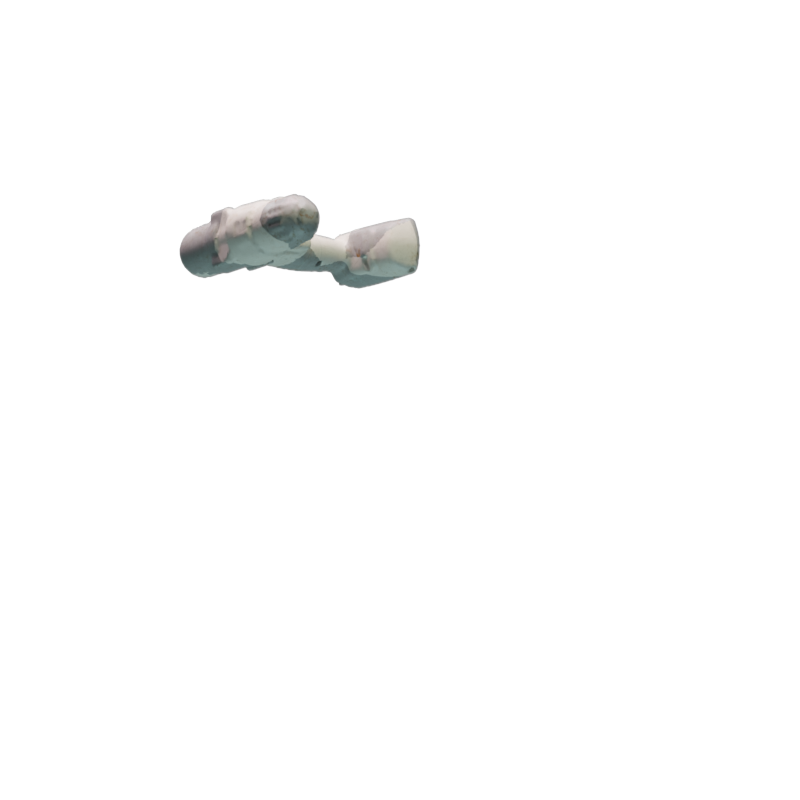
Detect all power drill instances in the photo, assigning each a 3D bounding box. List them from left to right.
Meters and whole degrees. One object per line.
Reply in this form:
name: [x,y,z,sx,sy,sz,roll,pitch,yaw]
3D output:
power drill: [-0.076,-0.139,0.976,0.180,0.058,0.189,3,-4,-37]
